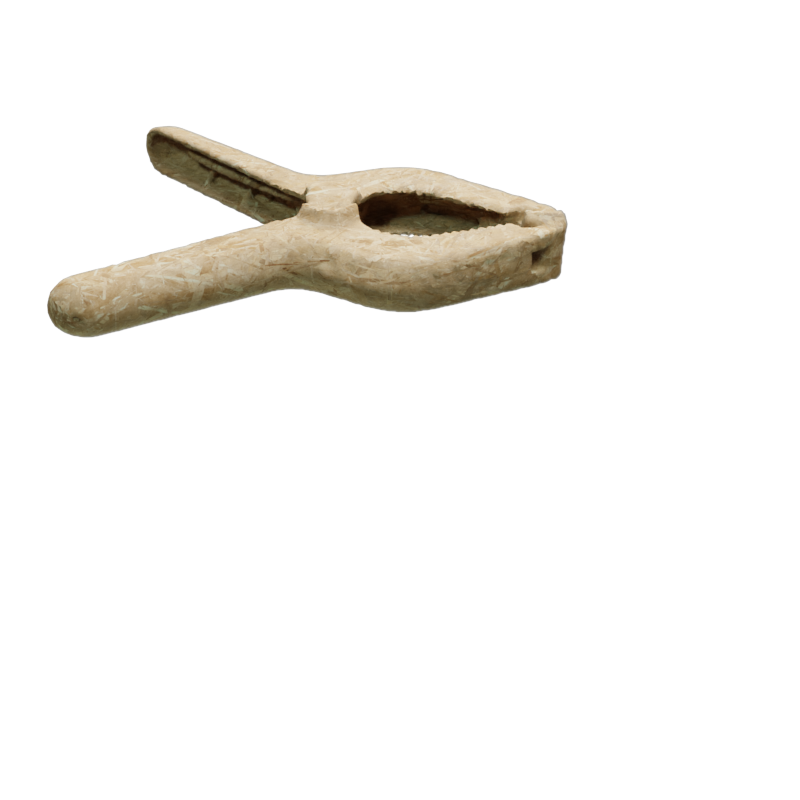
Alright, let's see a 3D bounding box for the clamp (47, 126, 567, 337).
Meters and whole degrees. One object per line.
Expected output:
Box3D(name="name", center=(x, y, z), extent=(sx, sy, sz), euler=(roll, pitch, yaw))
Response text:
Box3D(name="clamp", center=(-0.037, -0.068, 0.477), extent=(0.214, 0.034, 0.173), euler=(8, 37, 10))
